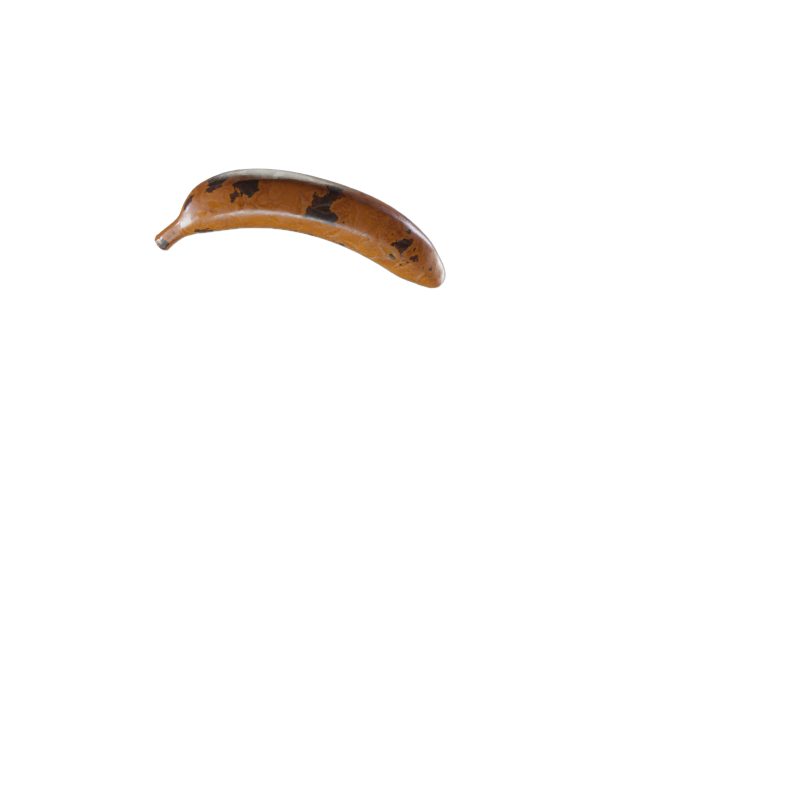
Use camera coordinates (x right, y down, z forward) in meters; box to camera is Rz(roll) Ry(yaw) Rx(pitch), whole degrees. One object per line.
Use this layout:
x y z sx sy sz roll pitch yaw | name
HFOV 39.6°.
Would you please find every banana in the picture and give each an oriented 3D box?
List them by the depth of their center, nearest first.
-0.055 -0.114 0.718 0.193 0.039 0.066 9 -35 -13 | banana
